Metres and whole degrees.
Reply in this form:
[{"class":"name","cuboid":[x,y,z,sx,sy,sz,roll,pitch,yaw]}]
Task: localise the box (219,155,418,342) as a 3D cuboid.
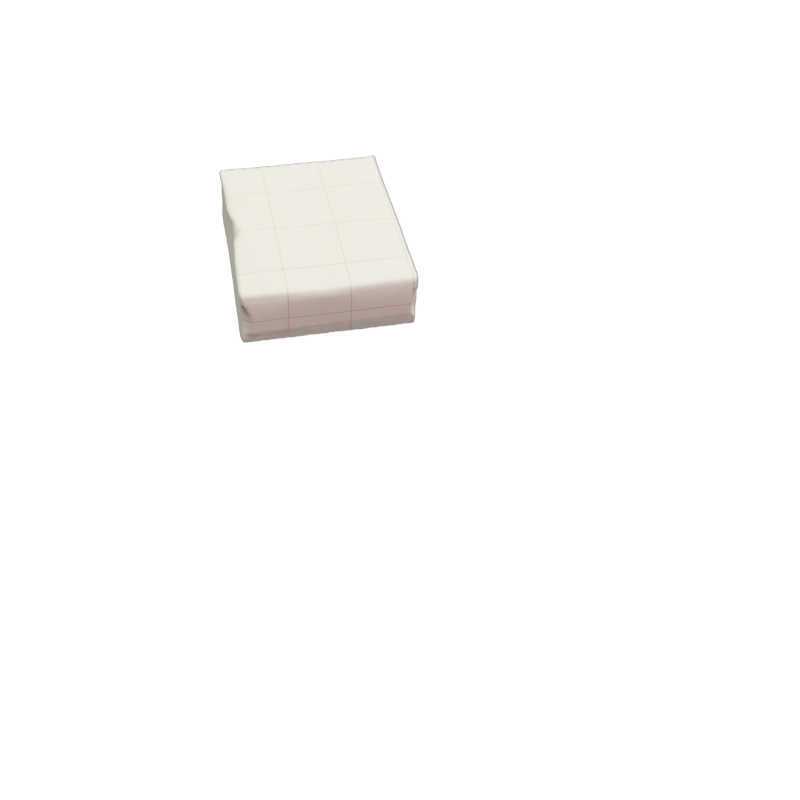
[{"class":"box","cuboid":[-0.038,-0.069,0.479,0.072,0.028,0.096,-7,45,-8]}]
